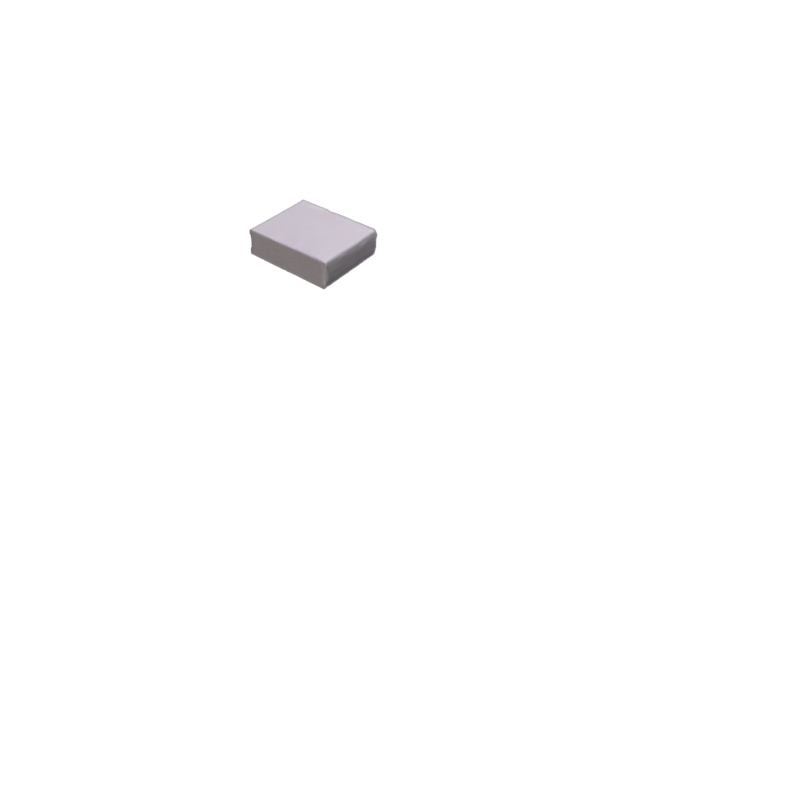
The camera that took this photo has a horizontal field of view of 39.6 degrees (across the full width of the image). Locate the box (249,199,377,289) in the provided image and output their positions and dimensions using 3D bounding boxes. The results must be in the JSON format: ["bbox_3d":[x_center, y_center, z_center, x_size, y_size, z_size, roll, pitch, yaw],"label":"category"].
[{"bbox_3d":[-0.077,-0.140,0.984,0.095,0.028,0.074,26,44,30],"label":"box"}]
